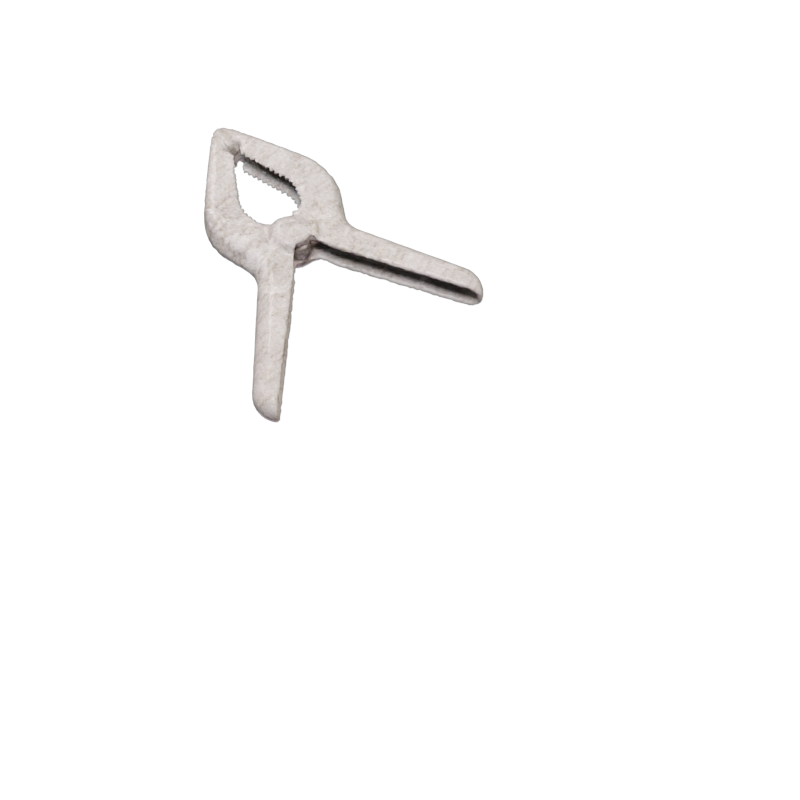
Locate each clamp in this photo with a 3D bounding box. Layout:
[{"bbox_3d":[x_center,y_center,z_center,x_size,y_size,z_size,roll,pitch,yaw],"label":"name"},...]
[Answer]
[{"bbox_3d":[-0.057,-0.104,0.731,0.164,0.225,0.034,-23,-28,-13],"label":"clamp"}]
